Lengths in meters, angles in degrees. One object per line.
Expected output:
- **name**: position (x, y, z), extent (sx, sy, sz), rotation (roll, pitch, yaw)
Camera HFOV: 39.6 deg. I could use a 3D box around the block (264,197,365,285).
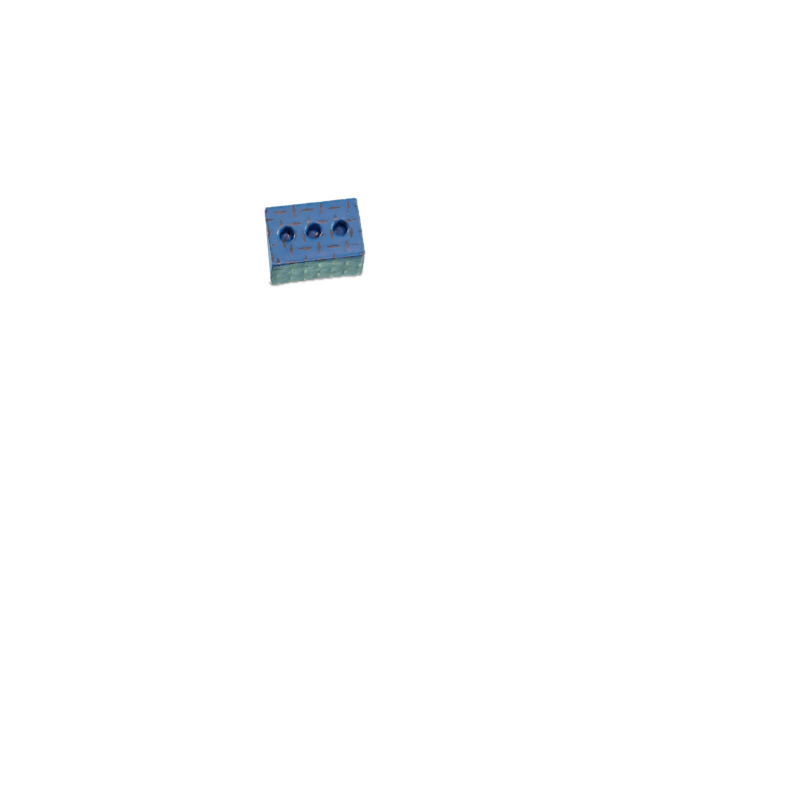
- **block**: position (-0.071, -0.130, 0.913), extent (0.078, 0.055, 0.049), rotation (-8, -16, -4)
